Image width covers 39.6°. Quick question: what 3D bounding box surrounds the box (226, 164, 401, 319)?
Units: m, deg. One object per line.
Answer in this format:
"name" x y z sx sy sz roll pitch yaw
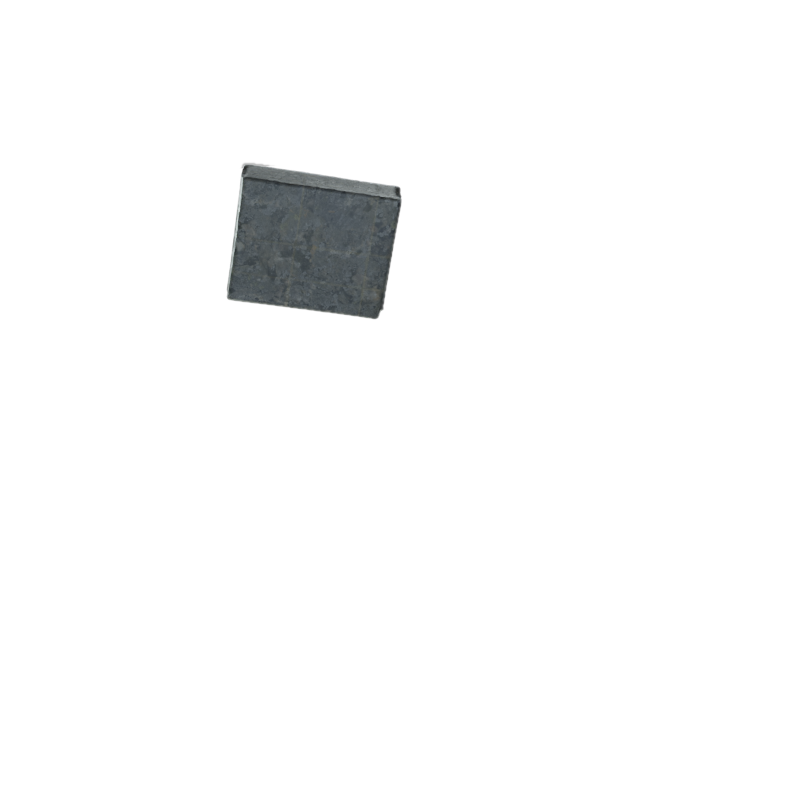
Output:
"box" -0.048 -0.088 0.618 0.089 0.070 0.032 8 23 -4
